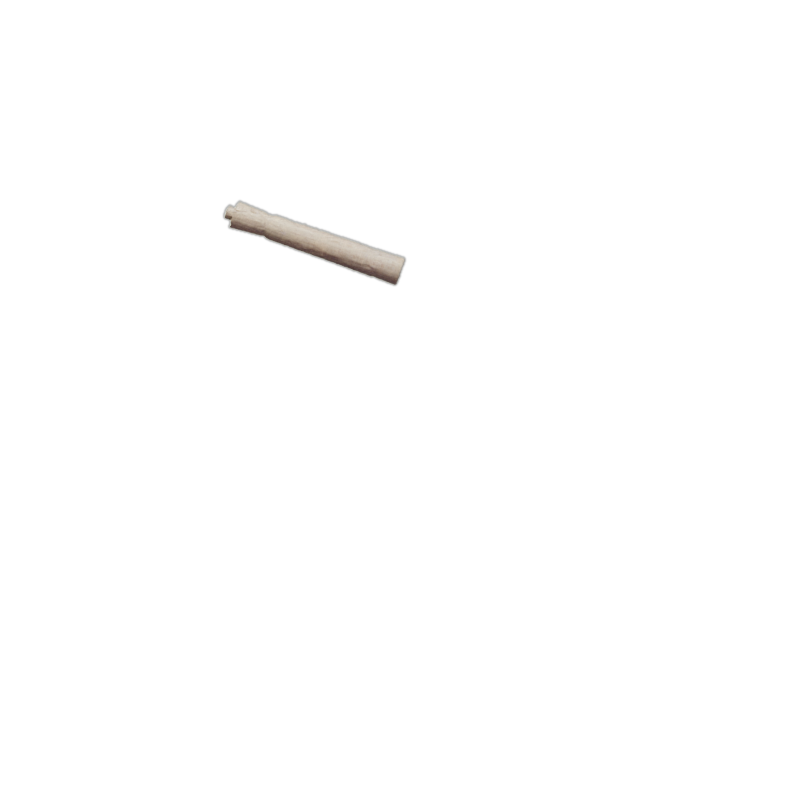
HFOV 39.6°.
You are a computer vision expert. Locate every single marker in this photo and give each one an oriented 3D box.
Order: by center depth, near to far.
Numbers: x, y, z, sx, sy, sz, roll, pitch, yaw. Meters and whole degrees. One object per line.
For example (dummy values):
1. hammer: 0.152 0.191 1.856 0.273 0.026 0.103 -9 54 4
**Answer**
1. marker: -0.057 -0.103 0.722 0.122 0.020 0.020 20 5 4
